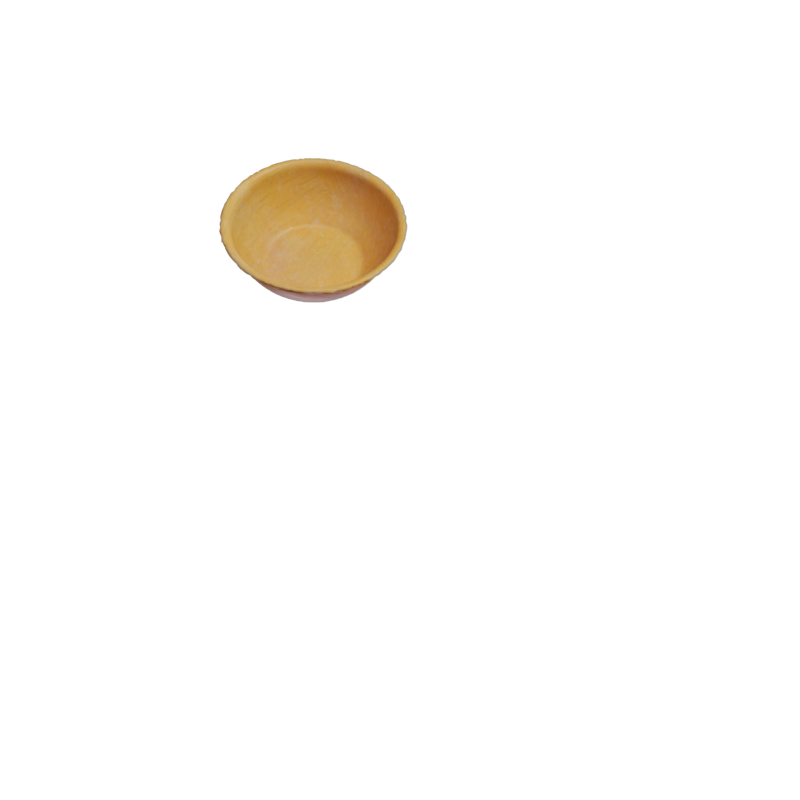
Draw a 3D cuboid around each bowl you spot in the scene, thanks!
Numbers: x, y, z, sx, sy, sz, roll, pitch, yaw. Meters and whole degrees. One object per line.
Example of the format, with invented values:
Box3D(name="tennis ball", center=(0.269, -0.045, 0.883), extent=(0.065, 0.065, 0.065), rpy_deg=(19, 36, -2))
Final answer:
Box3D(name="bowl", center=(-0.076, -0.139, 0.973), extent=(0.162, 0.174, 0.051), rpy_deg=(-1, -39, -1))
